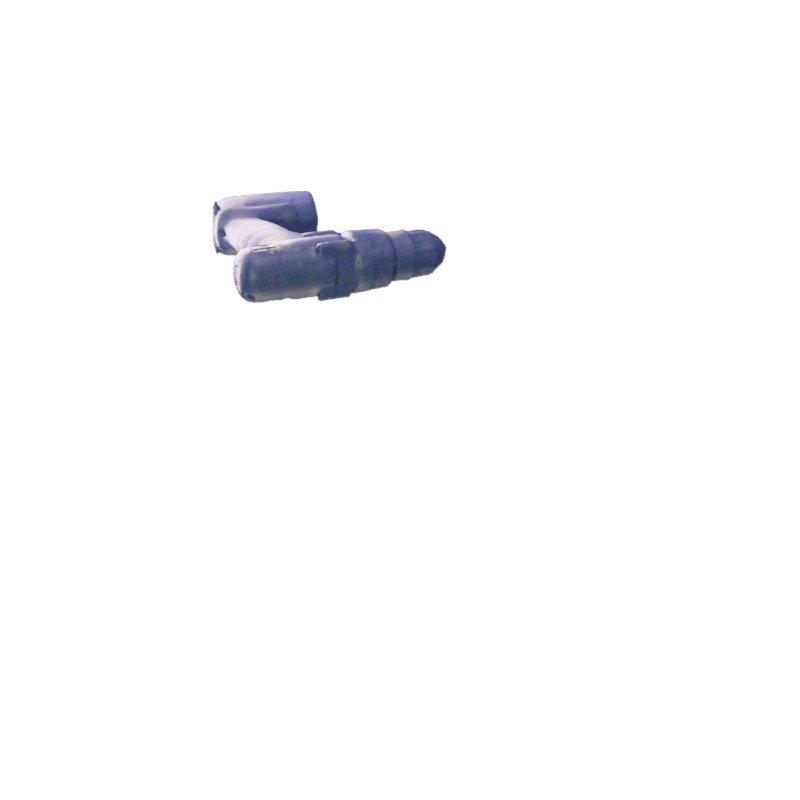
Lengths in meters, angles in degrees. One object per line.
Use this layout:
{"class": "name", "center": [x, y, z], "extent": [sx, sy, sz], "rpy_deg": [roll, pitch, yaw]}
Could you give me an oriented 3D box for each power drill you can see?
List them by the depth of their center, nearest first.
{"class": "power drill", "center": [-0.076, -0.139, 0.976], "extent": [0.181, 0.055, 0.199], "rpy_deg": [-9, 22, -22]}
